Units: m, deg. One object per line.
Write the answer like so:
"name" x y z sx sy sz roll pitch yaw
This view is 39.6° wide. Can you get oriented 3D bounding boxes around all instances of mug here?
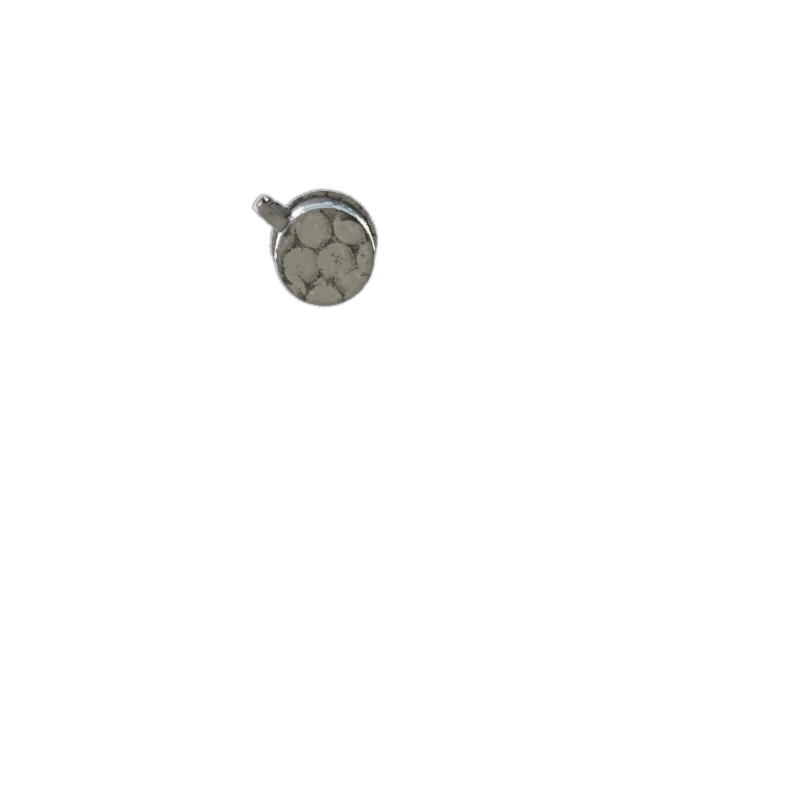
"mug" -0.073 -0.132 0.928 0.115 0.092 0.084 38 9 -9
